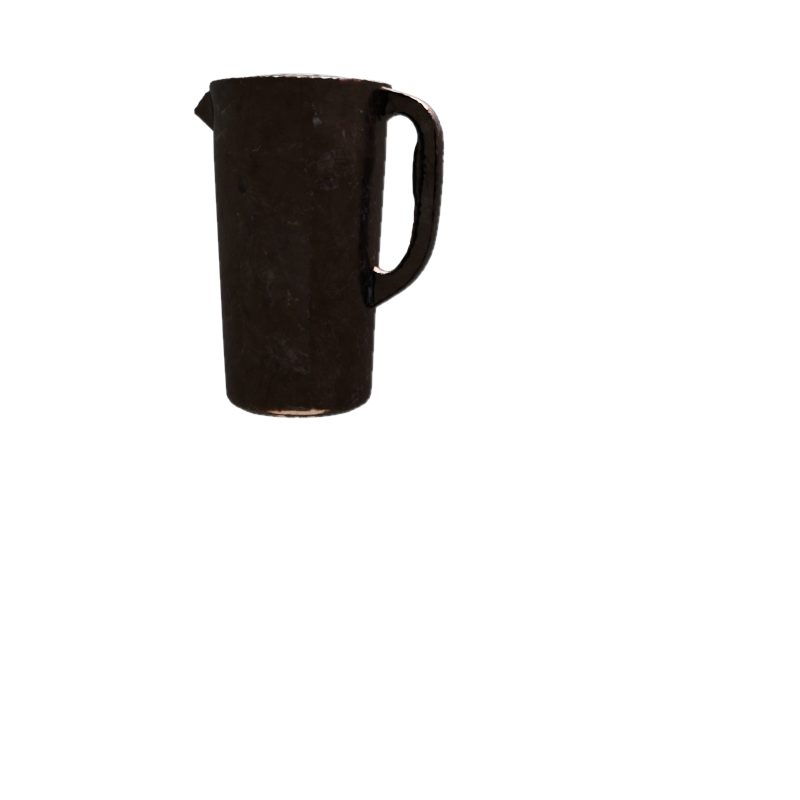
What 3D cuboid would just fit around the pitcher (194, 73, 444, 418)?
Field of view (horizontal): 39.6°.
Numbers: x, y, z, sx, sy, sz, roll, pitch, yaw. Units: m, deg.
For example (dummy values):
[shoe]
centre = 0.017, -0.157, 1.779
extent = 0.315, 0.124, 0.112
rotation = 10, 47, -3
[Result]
[pitcher]
centre = -0.063, -0.115, 0.807
extent = 0.141, 0.241, 0.155
rotation = -3, 6, -29
